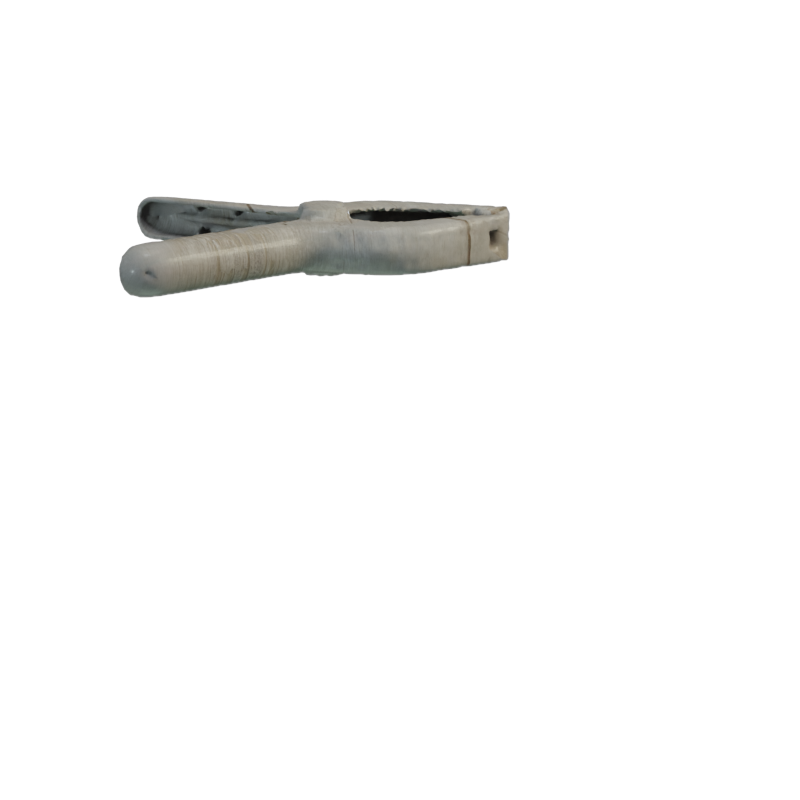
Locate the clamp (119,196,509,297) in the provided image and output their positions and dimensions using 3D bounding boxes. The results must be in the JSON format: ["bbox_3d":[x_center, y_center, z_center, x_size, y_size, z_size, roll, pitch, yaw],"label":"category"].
[{"bbox_3d":[-0.045,-0.083,0.578,0.210,0.035,0.171,0,19,-1],"label":"clamp"}]
